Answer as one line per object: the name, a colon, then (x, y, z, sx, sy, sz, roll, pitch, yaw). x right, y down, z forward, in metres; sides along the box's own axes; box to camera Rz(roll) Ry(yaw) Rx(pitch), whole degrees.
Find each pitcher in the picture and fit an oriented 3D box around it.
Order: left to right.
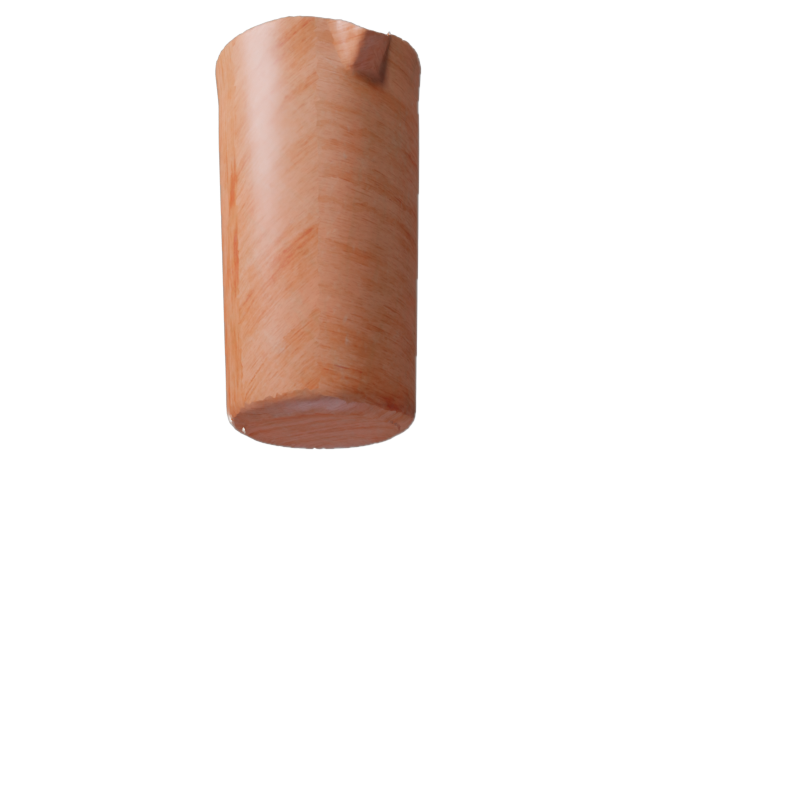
pitcher: (-0.053, -0.097, 0.682, 0.147, 0.255, 0.140, -7, -21, 16)
